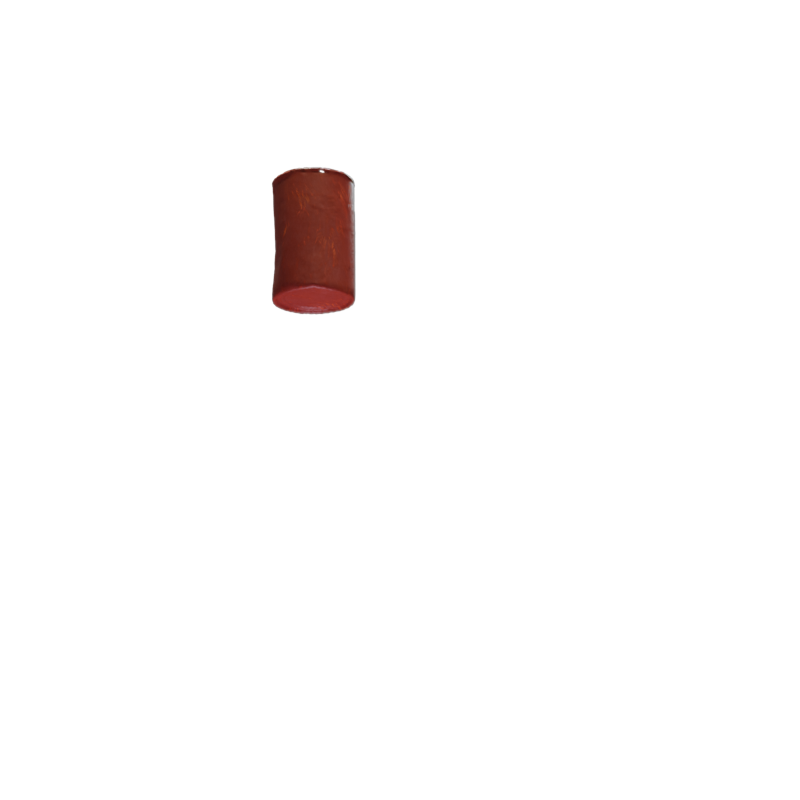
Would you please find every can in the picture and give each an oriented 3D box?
[{"bbox_3d":[-0.070,-0.127,0.888,0.068,0.107,0.066,0,-19,-2],"label":"can"}]
